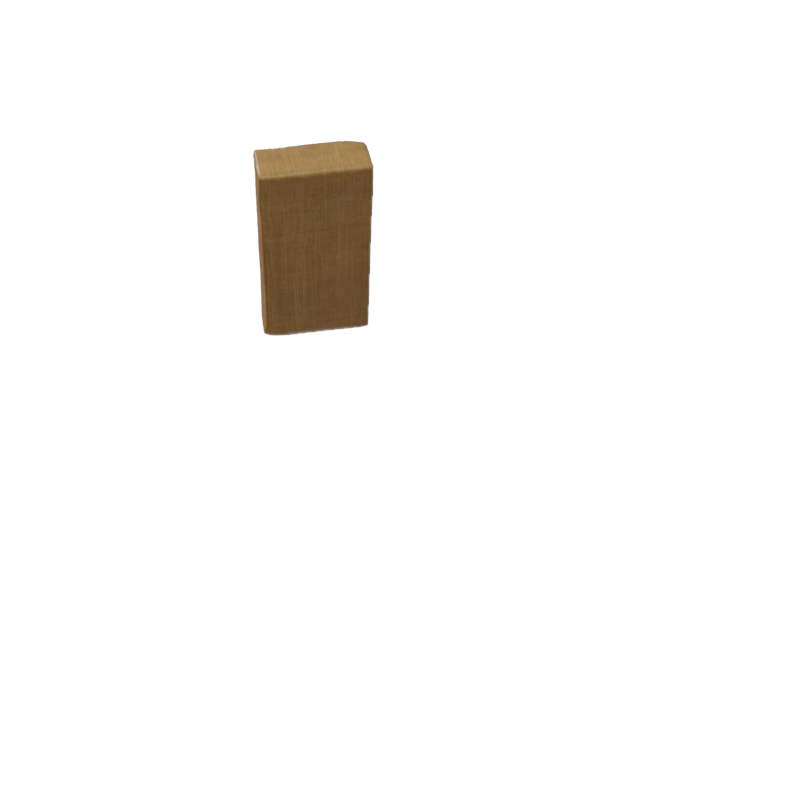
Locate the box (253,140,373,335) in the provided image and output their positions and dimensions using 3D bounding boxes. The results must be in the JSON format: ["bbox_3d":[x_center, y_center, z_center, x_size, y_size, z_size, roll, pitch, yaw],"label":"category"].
[{"bbox_3d":[-0.072,-0.132,0.925,0.092,0.164,0.052,-5,43,-9],"label":"box"}]
